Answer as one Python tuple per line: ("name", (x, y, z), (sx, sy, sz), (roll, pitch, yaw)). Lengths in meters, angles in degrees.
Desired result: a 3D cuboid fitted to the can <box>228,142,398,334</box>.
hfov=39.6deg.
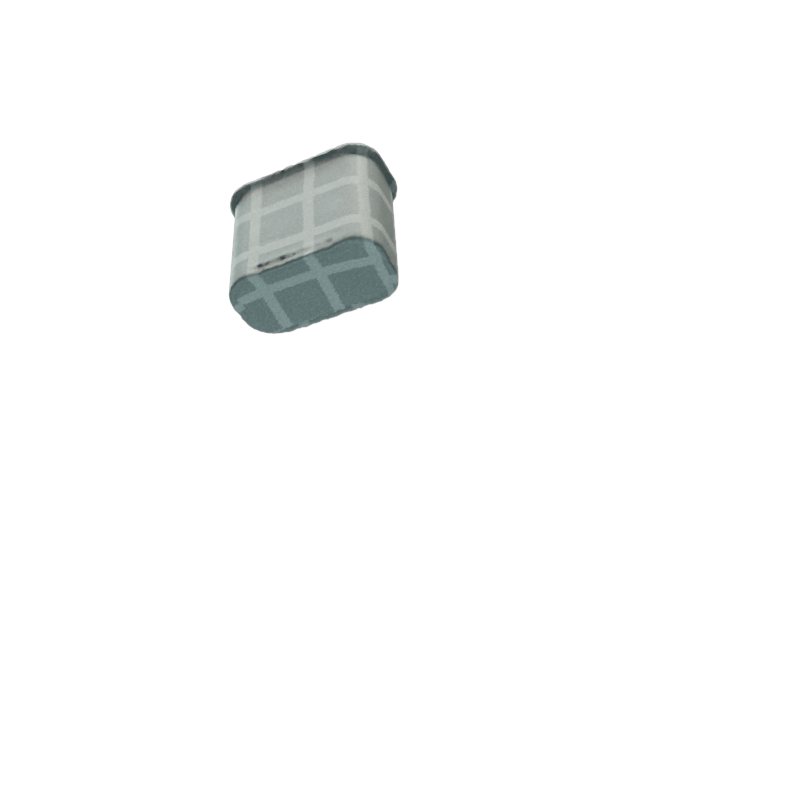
("can", (-0.051, -0.094, 0.656), (0.103, 0.090, 0.053), (-19, -46, 17))
